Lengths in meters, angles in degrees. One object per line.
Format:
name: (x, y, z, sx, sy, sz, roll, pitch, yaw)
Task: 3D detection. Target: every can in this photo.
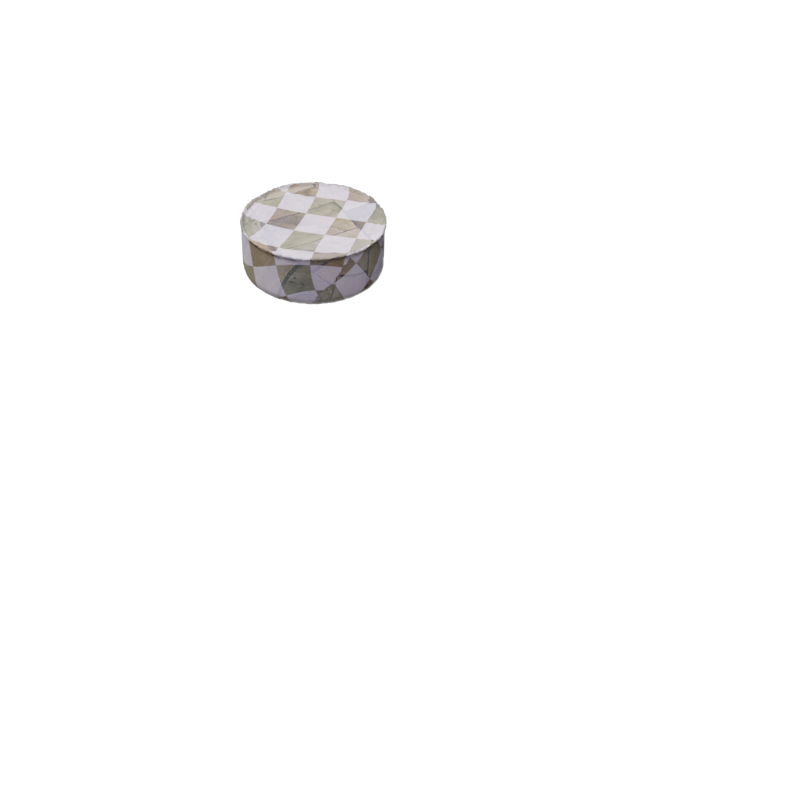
can: (-0.051, -0.094, 0.657, 0.086, 0.031, 0.092, -1, 38, -2)
